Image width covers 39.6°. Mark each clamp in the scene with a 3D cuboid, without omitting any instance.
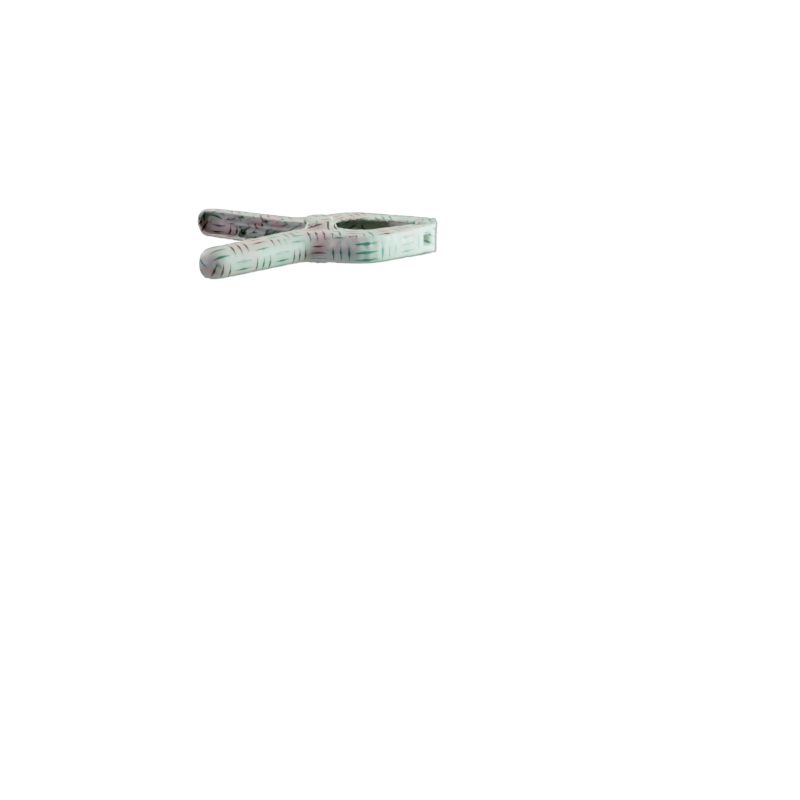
[{"bbox_3d":[-0.073,-0.132,0.926,0.210,0.035,0.172,0,22,-1],"label":"clamp"}]
